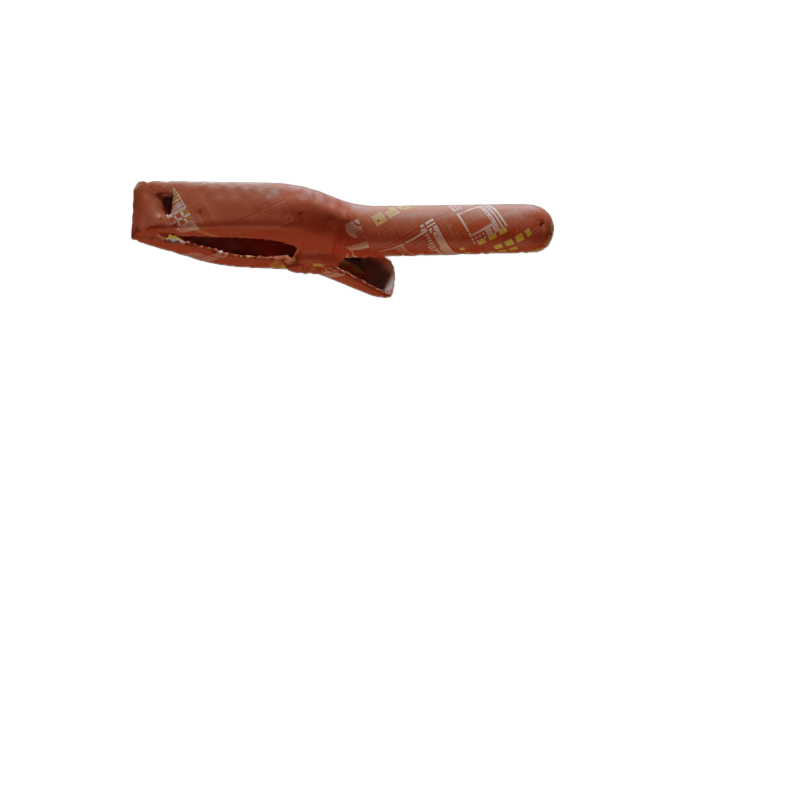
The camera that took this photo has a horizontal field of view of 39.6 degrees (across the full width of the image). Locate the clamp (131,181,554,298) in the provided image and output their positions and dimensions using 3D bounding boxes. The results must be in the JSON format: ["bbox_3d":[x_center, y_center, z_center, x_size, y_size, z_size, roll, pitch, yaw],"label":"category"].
[{"bbox_3d":[-0.047,-0.087,0.606,0.203,0.037,0.165,3,-8,-23],"label":"clamp"}]
